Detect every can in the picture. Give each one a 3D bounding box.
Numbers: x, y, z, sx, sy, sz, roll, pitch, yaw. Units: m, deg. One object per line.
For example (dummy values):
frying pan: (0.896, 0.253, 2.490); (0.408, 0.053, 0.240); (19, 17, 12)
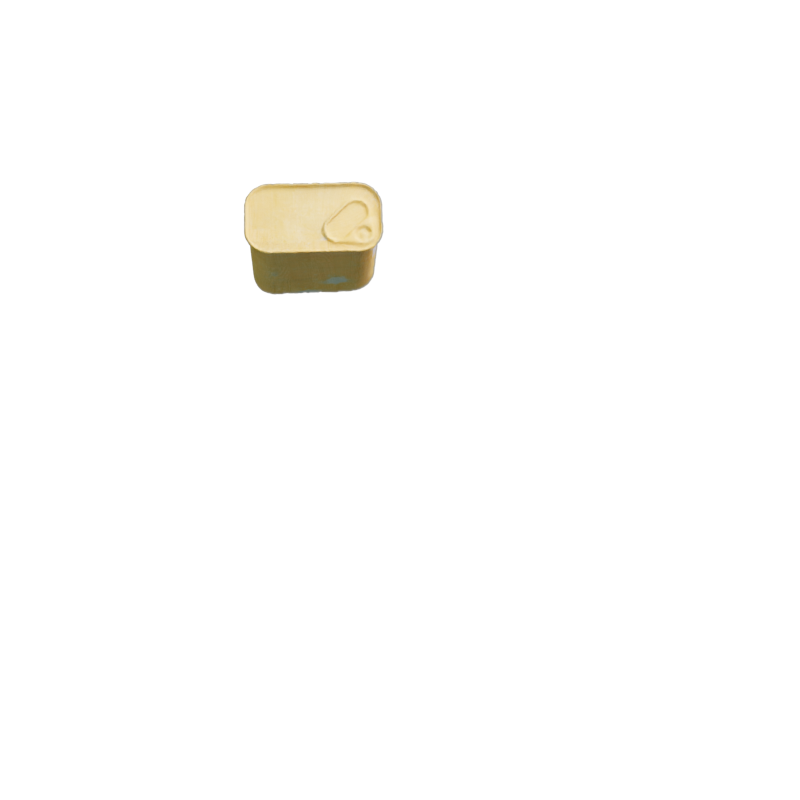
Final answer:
can: (-0.066, -0.121, 0.848); (0.102, 0.061, 0.080); (-2, -21, -2)
